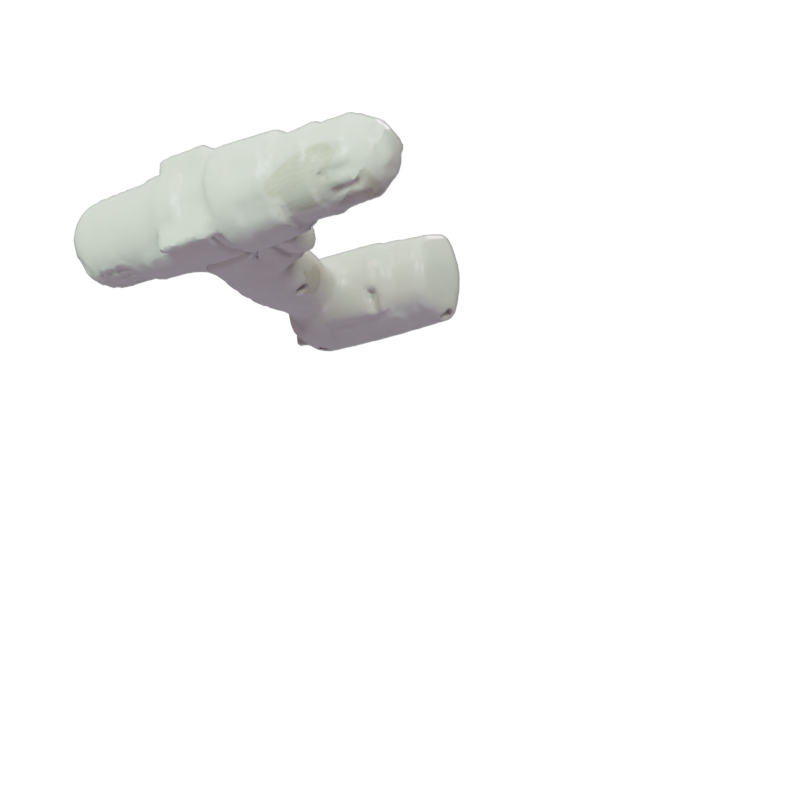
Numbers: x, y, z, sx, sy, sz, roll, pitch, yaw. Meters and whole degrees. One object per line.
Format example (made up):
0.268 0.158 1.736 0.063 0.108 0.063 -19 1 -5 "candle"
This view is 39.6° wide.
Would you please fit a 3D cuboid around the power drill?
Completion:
-0.045 -0.083 0.578 0.188 0.060 0.176 -11 -19 32 "power drill"
